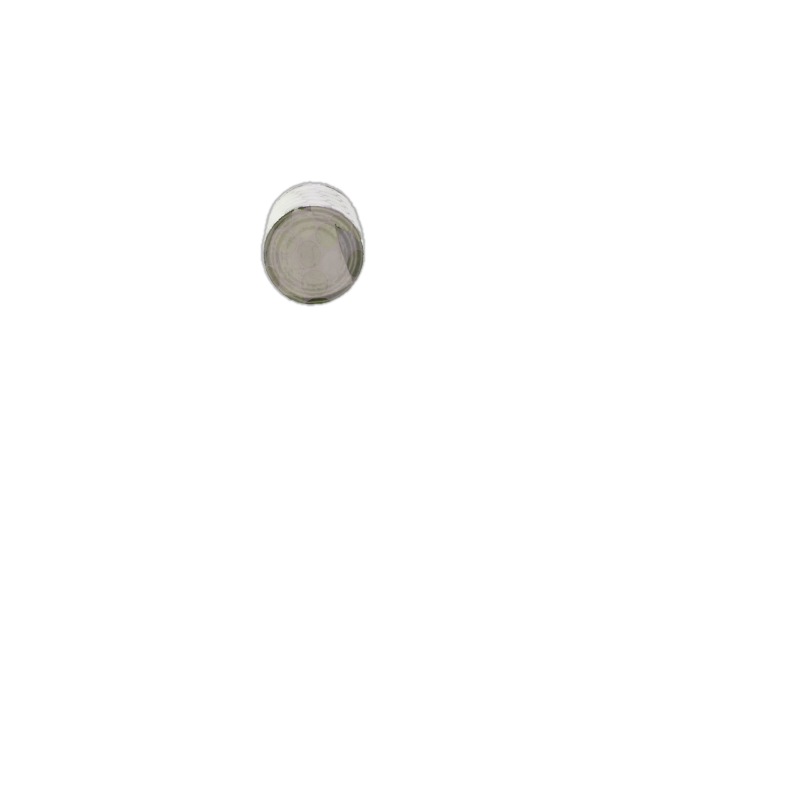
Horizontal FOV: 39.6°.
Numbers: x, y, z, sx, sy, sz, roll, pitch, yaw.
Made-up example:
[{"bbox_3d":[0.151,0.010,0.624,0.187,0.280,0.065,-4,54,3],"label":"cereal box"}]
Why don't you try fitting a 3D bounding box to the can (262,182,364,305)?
[{"bbox_3d":[-0.060,-0.109,0.760,0.068,0.066,0.106,0,16,-3],"label":"can"}]
